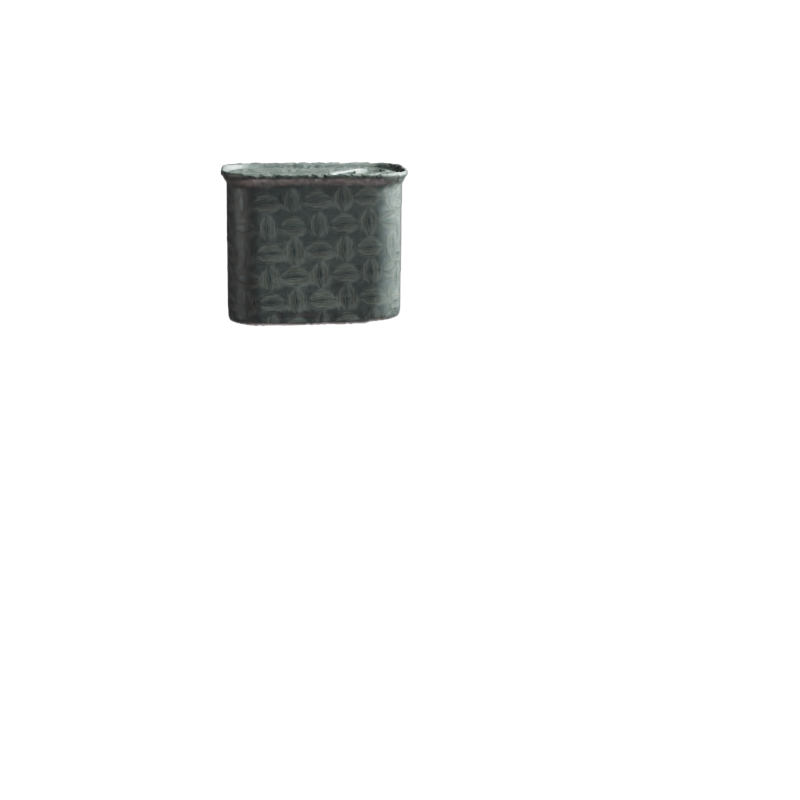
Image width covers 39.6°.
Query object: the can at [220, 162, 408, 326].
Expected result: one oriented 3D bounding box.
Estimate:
[{"bbox_3d":[-0.048,-0.088,0.619,0.101,0.082,0.060,-1,13,-5],"label":"can"}]
